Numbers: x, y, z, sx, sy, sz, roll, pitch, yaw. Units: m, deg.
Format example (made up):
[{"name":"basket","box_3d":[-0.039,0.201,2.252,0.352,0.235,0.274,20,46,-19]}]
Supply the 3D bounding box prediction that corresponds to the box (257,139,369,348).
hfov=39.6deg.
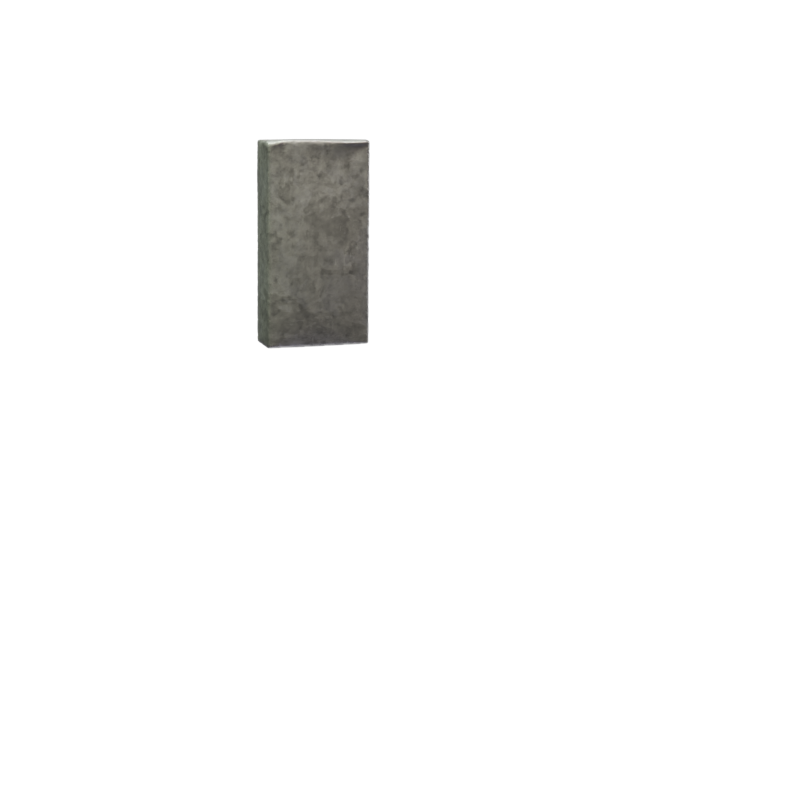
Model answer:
[{"name":"box","box_3d":[-0.075,-0.136,0.954,0.091,0.173,0.050,-2,8,-17]}]
